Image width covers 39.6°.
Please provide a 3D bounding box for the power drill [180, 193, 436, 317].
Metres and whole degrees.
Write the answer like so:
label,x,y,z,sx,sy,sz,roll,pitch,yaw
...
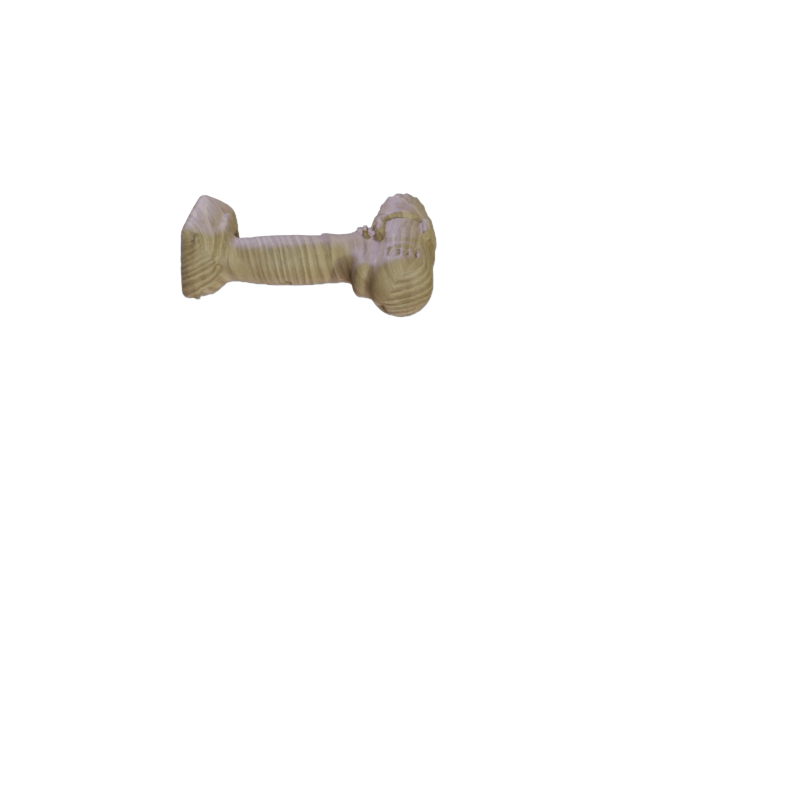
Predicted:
label,x,y,z,sx,sy,sz,roll,pitch,yaw
power drill,-0.066,-0.121,0.844,0.188,0.055,0.193,1,25,2
